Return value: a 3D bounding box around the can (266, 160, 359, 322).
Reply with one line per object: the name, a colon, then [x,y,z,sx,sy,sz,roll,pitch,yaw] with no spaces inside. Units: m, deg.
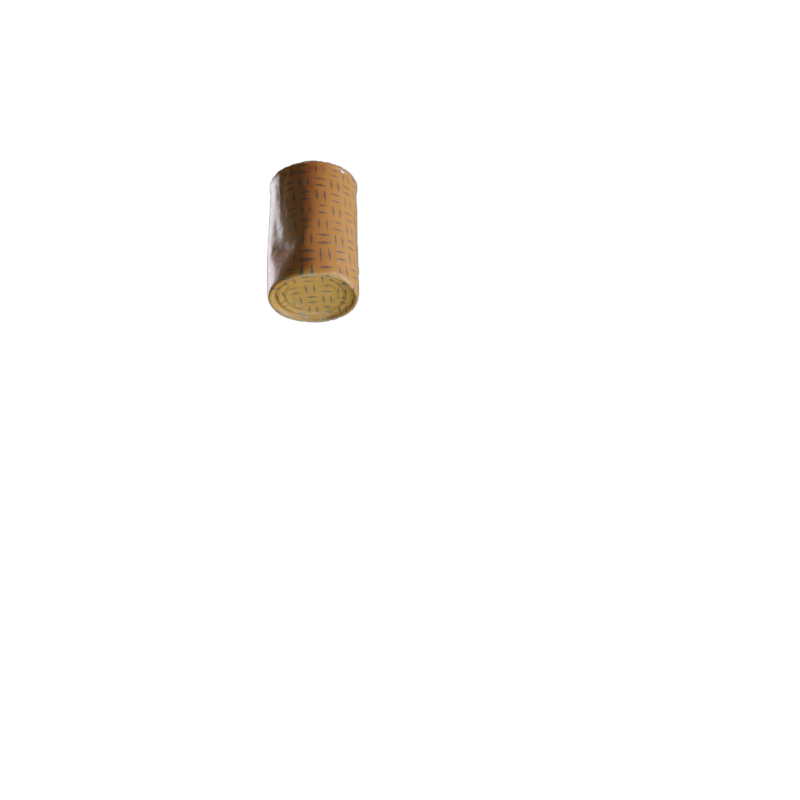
can: [-0.064,-0.118,0.824,0.068,0.109,0.064,-1,-32,-2]
